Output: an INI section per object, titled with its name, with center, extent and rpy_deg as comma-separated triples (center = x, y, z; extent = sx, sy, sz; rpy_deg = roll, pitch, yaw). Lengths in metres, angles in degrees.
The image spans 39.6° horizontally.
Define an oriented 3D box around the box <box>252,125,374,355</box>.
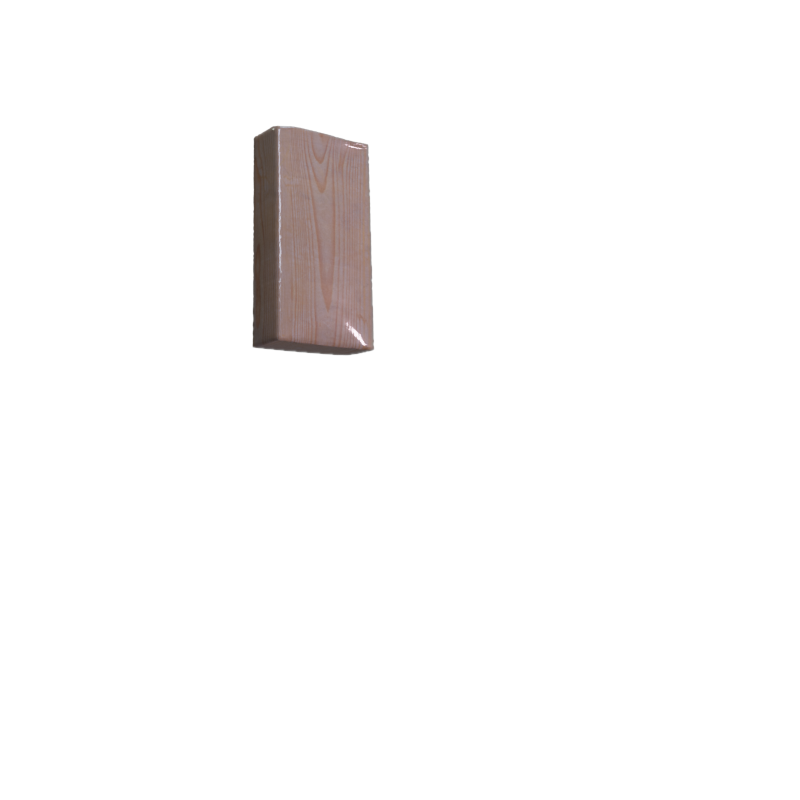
[box]
center = -0.070, -0.127, 0.890
extent = 0.089, 0.182, 0.049
rpy_deg = 7, -16, -34
